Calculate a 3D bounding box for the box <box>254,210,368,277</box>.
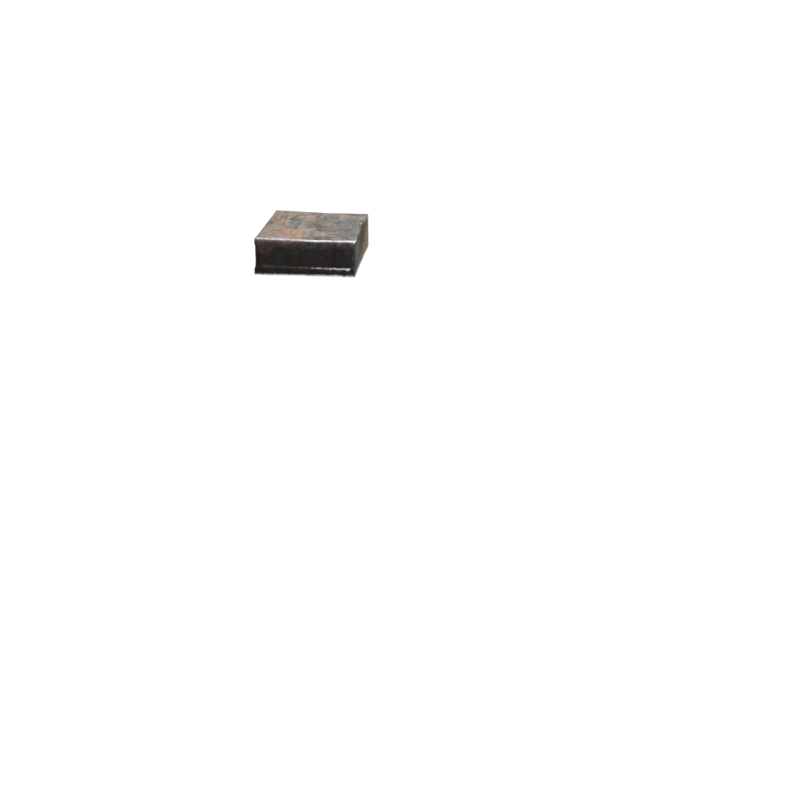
[{"bbox_3d":[-0.064,-0.117,0.816,0.074,0.029,0.092,3,21,6],"label":"box"}]
